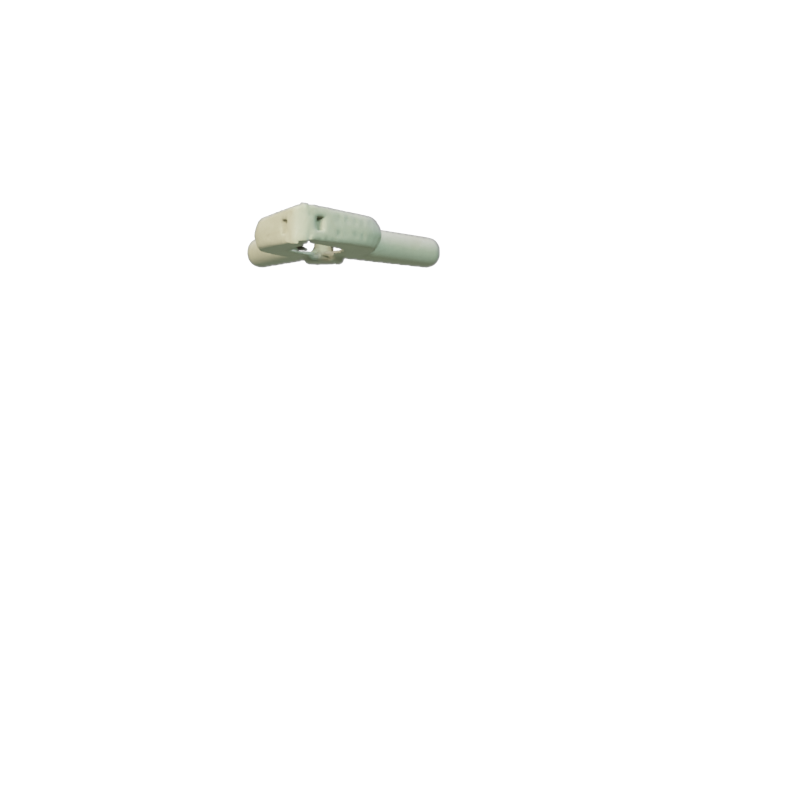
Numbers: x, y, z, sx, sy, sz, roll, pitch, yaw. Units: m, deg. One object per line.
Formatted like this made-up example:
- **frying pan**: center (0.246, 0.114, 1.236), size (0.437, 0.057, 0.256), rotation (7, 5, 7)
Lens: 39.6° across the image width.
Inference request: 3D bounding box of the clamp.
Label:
- **clamp**: center (-0.068, -0.124, 0.868), size (0.168, 0.037, 0.204), rotation (0, 1, 15)
